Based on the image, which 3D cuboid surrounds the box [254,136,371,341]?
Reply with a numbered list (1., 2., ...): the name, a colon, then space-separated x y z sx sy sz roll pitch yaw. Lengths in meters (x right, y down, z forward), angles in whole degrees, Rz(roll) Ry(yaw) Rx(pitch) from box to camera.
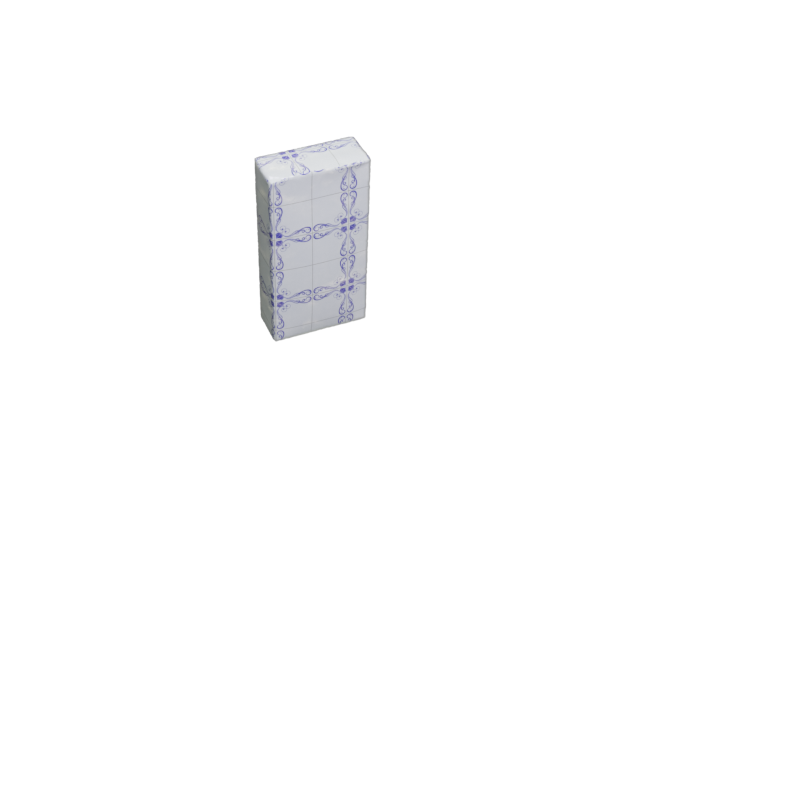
1. box: -0.076 -0.138 0.969 0.092 0.164 0.052 -15 47 -19
